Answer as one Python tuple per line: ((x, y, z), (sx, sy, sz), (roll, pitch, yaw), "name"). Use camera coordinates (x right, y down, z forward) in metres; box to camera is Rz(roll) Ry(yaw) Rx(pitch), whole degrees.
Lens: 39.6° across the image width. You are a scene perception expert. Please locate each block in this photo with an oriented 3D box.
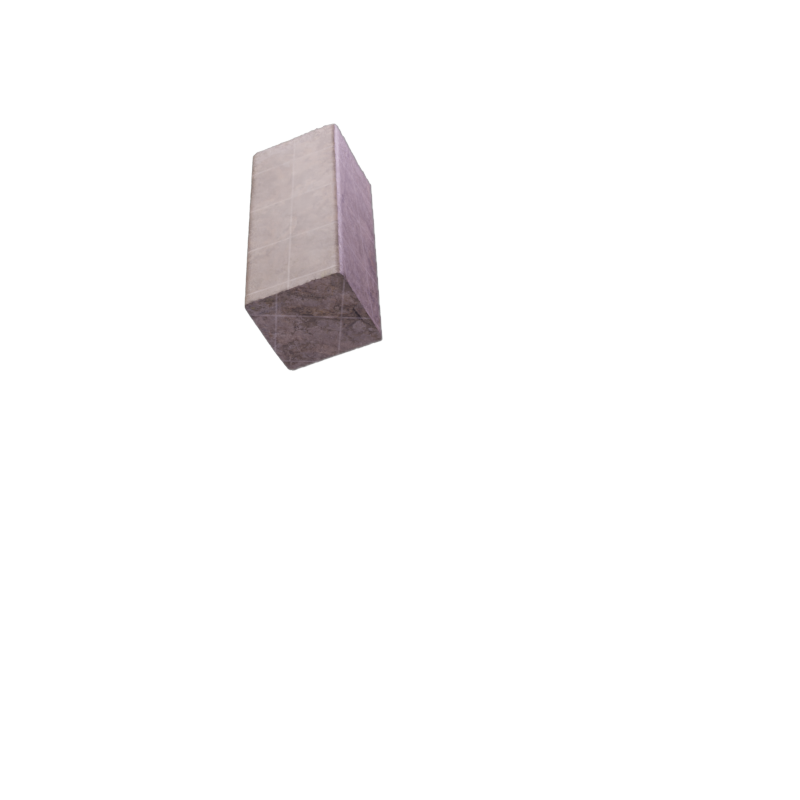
((-0.078, -0.142, 0.990), (0.091, 0.221, 0.083), (-19, -47, 15), "block")
